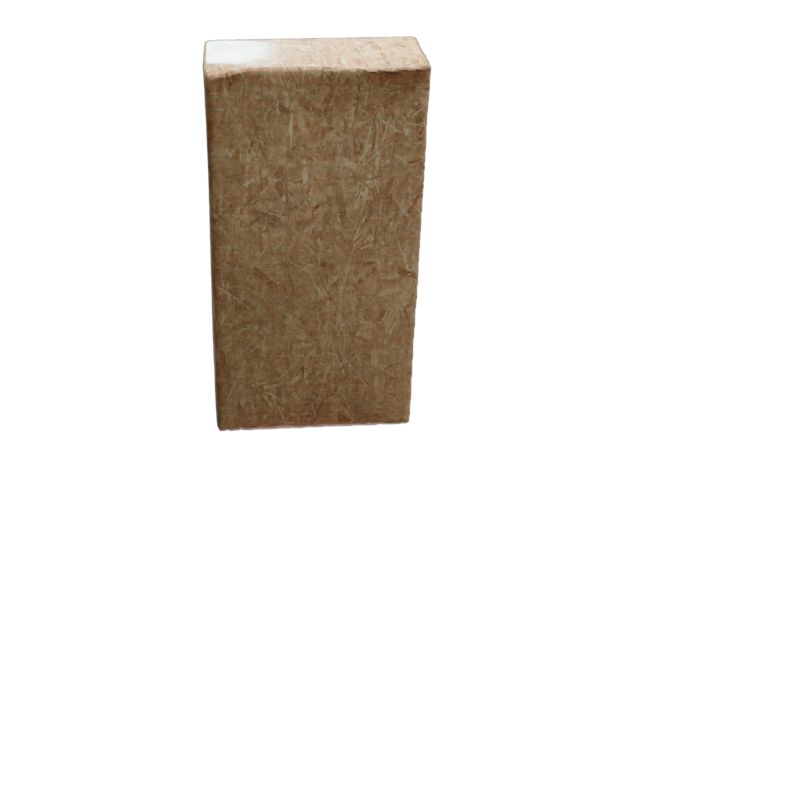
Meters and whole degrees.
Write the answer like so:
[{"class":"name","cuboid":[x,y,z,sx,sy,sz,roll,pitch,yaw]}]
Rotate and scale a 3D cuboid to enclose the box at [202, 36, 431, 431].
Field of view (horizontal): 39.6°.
[{"class":"box","cuboid":[-0.039,-0.070,0.491,0.093,0.165,0.051,-2,32,-6]}]
